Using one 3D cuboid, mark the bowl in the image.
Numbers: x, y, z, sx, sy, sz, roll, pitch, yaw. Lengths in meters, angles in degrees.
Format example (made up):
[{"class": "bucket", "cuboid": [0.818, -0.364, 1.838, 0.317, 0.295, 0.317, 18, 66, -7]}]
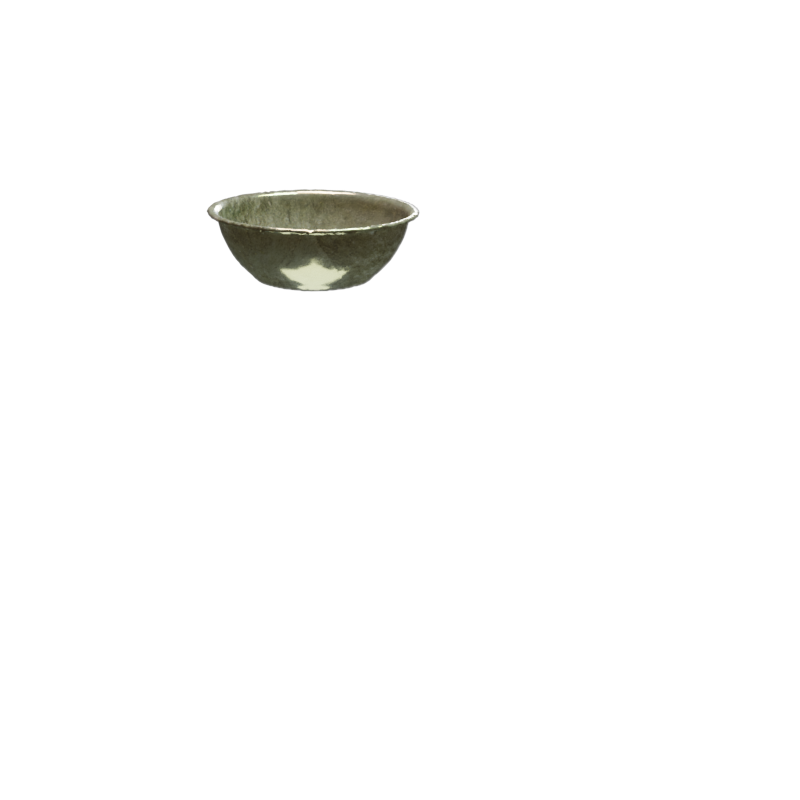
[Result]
[{"class": "bowl", "cuboid": [-0.067, -0.122, 0.853, 0.162, 0.053, 0.169, -1, 20, -2]}]
